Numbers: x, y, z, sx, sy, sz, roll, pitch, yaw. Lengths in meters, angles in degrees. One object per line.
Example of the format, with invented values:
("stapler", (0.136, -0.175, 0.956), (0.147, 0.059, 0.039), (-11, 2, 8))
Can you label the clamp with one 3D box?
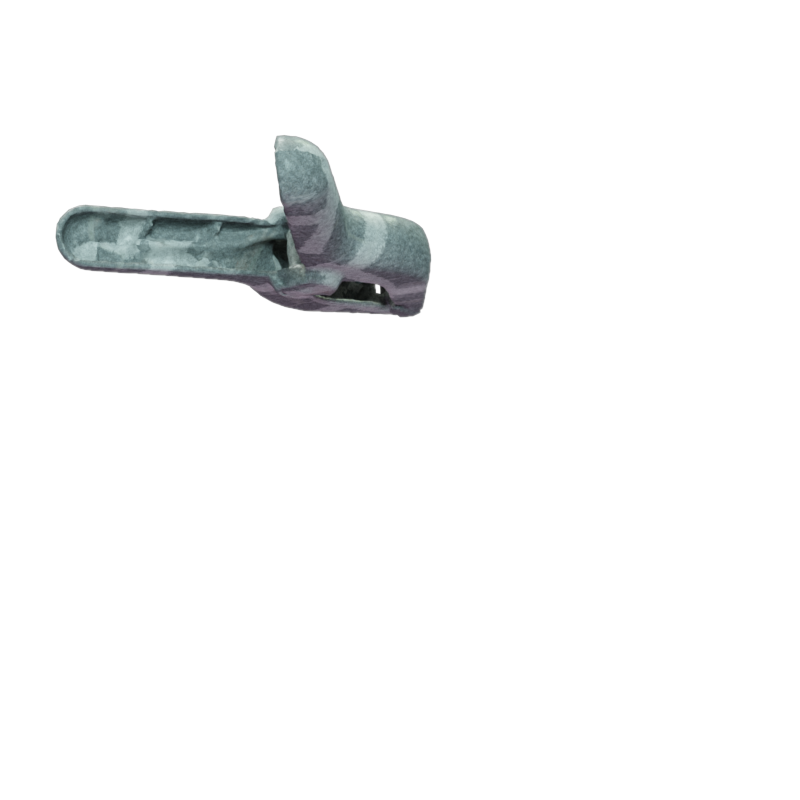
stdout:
("clamp", (-0.035, -0.063, 0.441), (0.123, 0.040, 0.163), (-5, -7, 43))
